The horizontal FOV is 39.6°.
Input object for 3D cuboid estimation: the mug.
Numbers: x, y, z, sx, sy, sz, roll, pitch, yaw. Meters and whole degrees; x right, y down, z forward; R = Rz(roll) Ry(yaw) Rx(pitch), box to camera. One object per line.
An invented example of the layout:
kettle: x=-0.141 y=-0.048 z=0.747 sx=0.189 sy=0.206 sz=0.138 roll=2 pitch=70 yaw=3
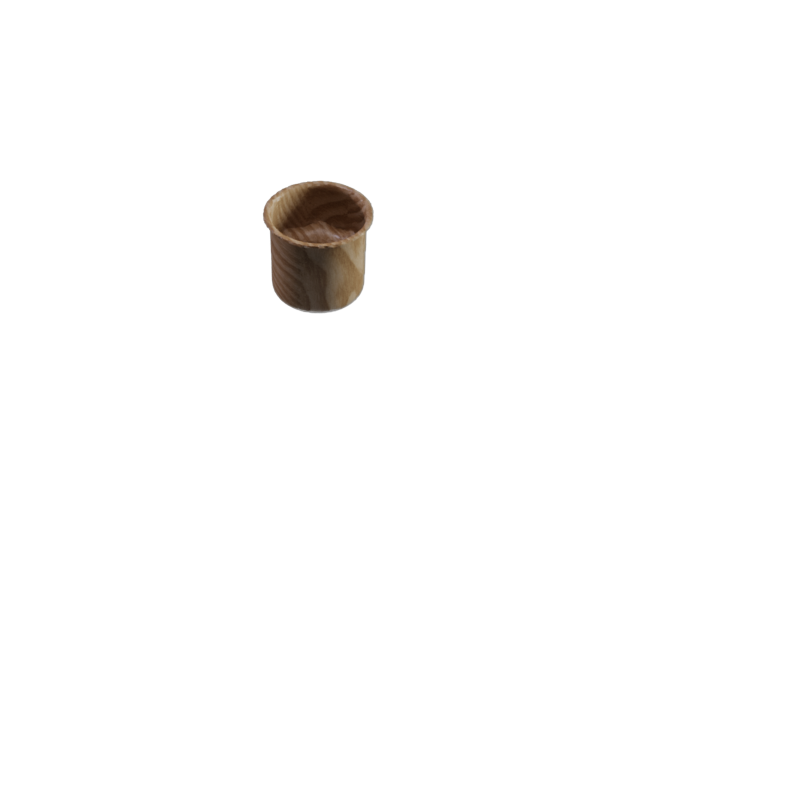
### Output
mug: x=-0.075 y=-0.137 z=0.960 sx=0.092 sy=0.076 sz=0.127 roll=-15 pitch=45 yaw=-17
